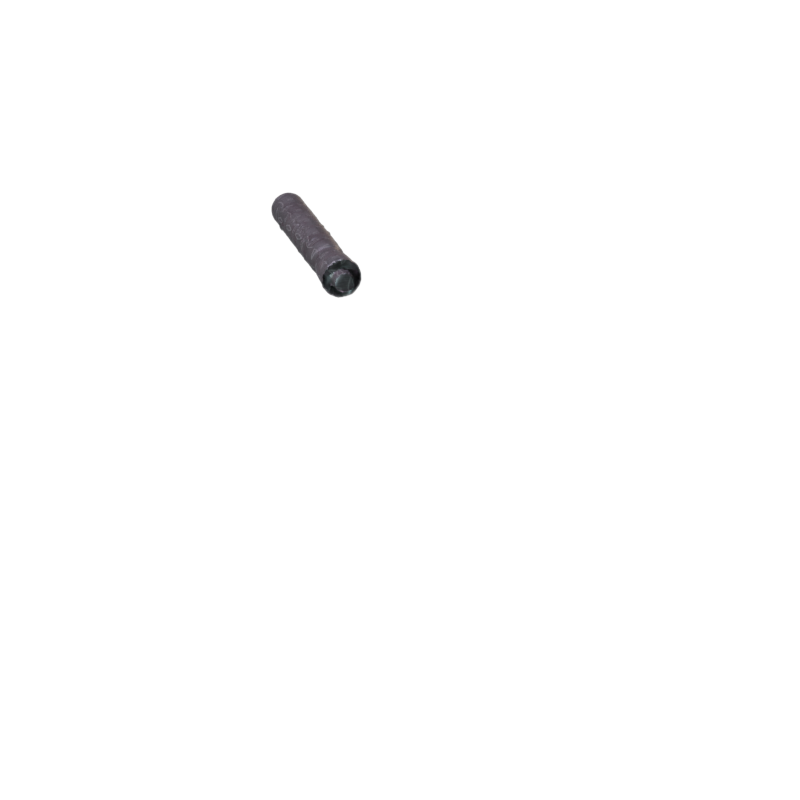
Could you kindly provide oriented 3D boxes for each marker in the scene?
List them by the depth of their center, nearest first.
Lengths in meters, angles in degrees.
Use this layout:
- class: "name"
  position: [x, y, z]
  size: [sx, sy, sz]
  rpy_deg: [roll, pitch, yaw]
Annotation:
- class: "marker"
  position: [-0.043, -0.079, 0.555]
  size: [0.019, 0.019, 0.129]
  rpy_deg: [-2, 25, -17]
